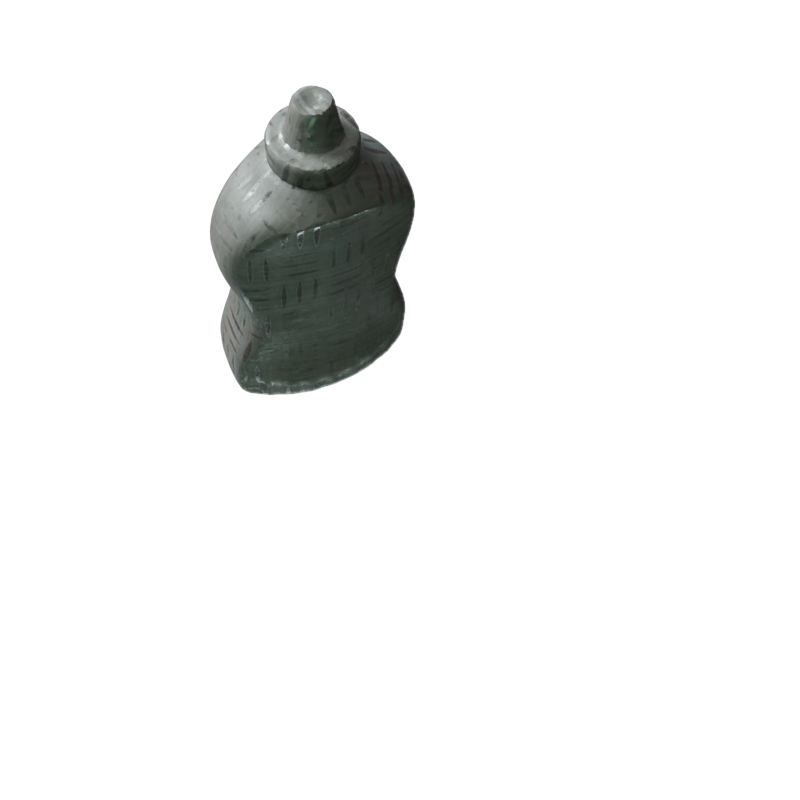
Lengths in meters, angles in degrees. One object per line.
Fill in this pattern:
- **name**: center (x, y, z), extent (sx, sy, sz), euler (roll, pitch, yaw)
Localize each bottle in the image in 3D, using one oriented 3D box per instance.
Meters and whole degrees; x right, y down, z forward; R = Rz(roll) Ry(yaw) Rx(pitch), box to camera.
- **bottle**: center (-0.041, -0.075, 0.525), extent (0.095, 0.063, 0.180), euler (-18, -28, -14)
